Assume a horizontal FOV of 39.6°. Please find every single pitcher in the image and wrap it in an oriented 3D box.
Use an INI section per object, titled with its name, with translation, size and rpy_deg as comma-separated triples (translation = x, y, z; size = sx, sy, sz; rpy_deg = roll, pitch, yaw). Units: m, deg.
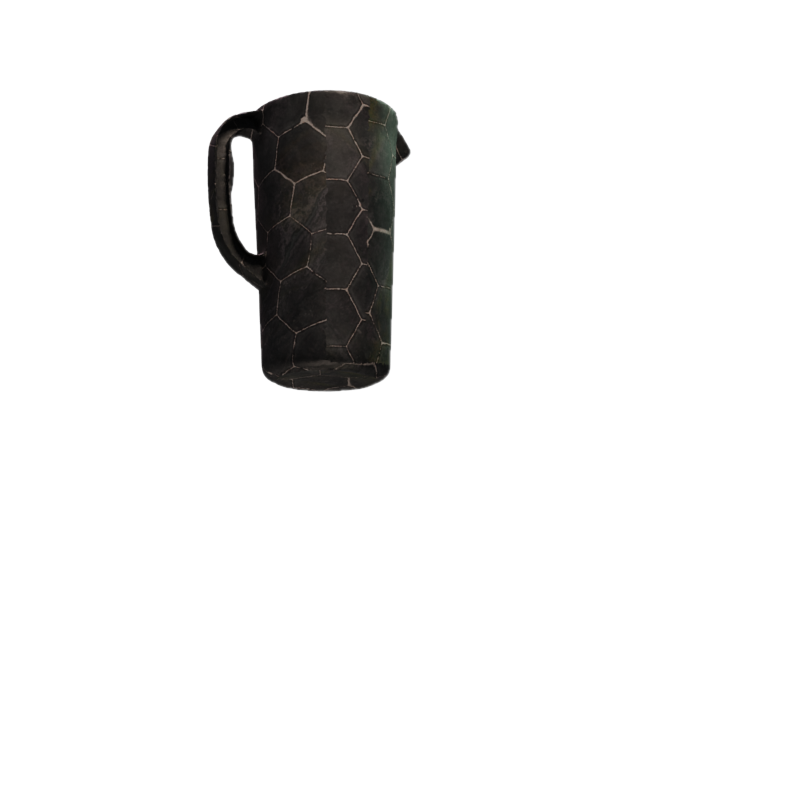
[pitcher]
translation = -0.075, -0.137, 0.957
size = 0.152, 0.253, 0.136
rpy_deg = -7, -18, 18
